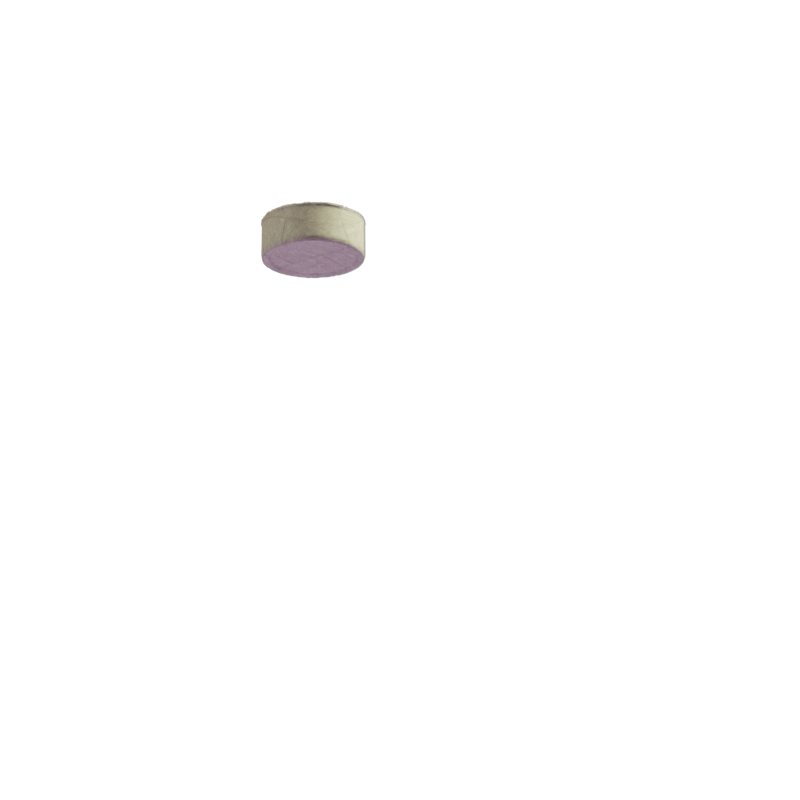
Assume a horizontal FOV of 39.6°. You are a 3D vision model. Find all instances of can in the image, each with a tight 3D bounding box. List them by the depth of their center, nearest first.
[{"bbox_3d":[-0.071,-0.129,0.901,0.086,0.035,0.082,0,-16,-2],"label":"can"}]
